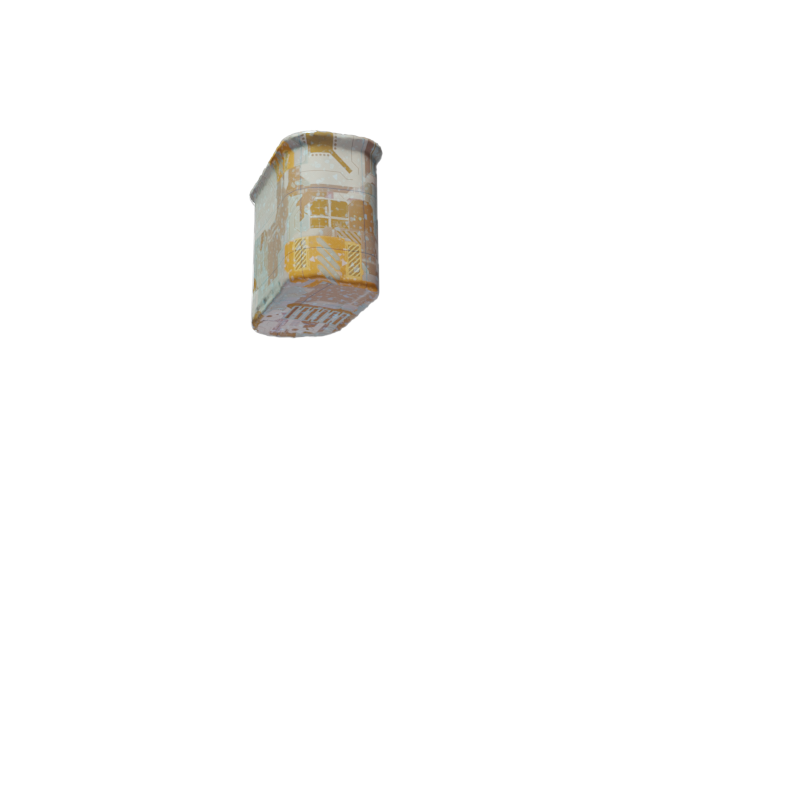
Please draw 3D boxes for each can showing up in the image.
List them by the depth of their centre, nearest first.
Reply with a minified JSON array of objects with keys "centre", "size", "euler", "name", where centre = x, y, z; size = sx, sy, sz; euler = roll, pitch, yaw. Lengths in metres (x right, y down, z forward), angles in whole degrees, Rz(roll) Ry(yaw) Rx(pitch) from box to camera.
[{"centre":[-0.048,-0.087,0.612],"size":[0.056,0.088,0.100],"euler":[6,-19,-20],"name":"can"}]
